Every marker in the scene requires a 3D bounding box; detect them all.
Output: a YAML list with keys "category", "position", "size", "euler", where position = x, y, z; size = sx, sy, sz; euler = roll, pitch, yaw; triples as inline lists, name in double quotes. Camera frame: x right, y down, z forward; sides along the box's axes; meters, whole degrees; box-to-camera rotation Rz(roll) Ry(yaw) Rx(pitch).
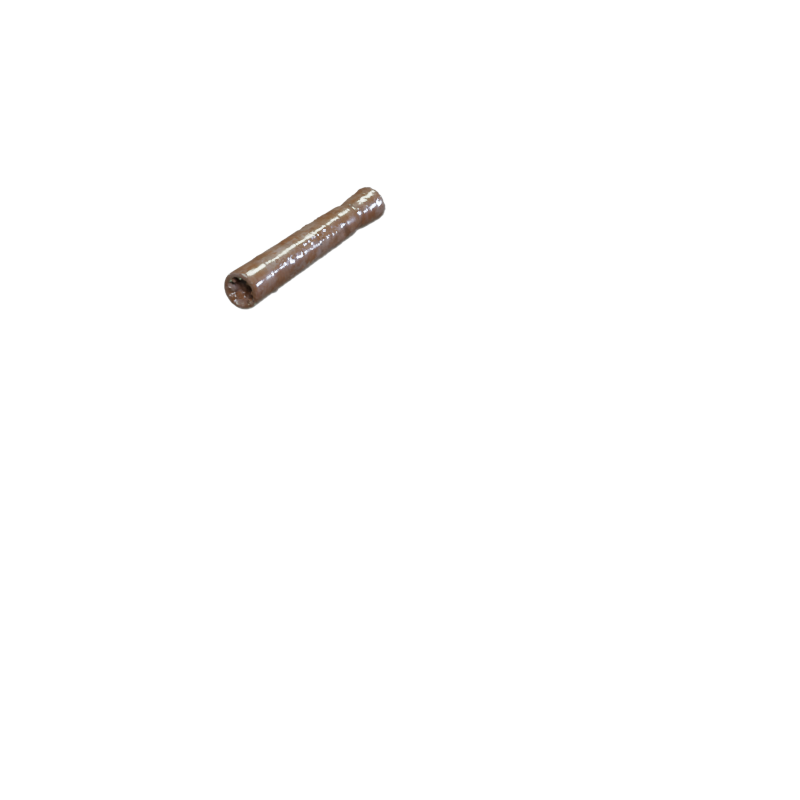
- category: "marker"
  position: [-0.043, -0.078, 0.544]
  size: [0.020, 0.019, 0.123]
  euler: [2, 29, 33]
